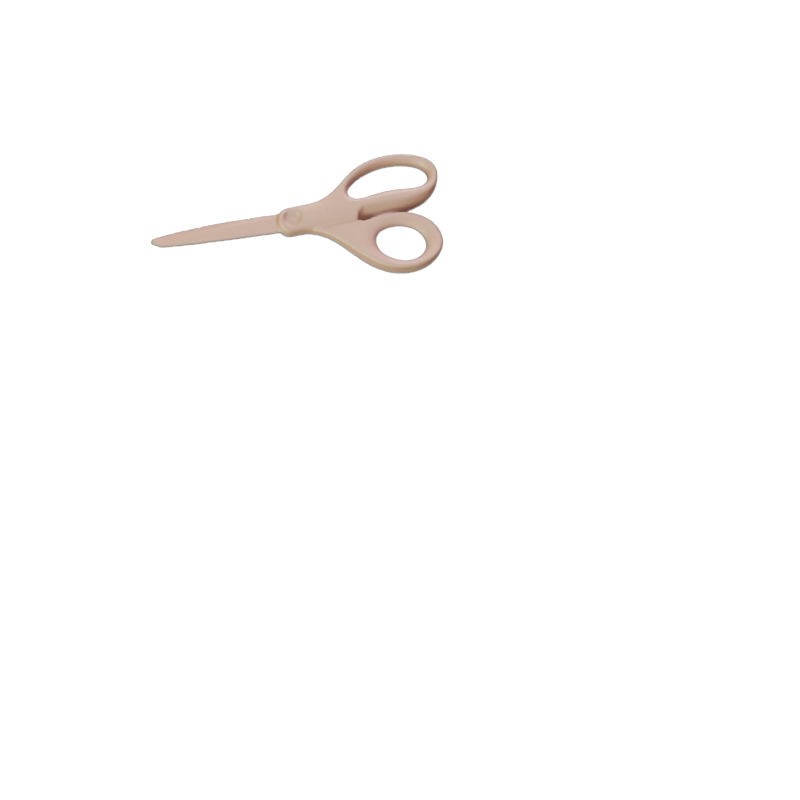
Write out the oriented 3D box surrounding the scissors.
[{"bbox_3d":[-0.059,-0.108,0.756,0.201,0.102,0.015,-24,-22,-10],"label":"scissors"}]
